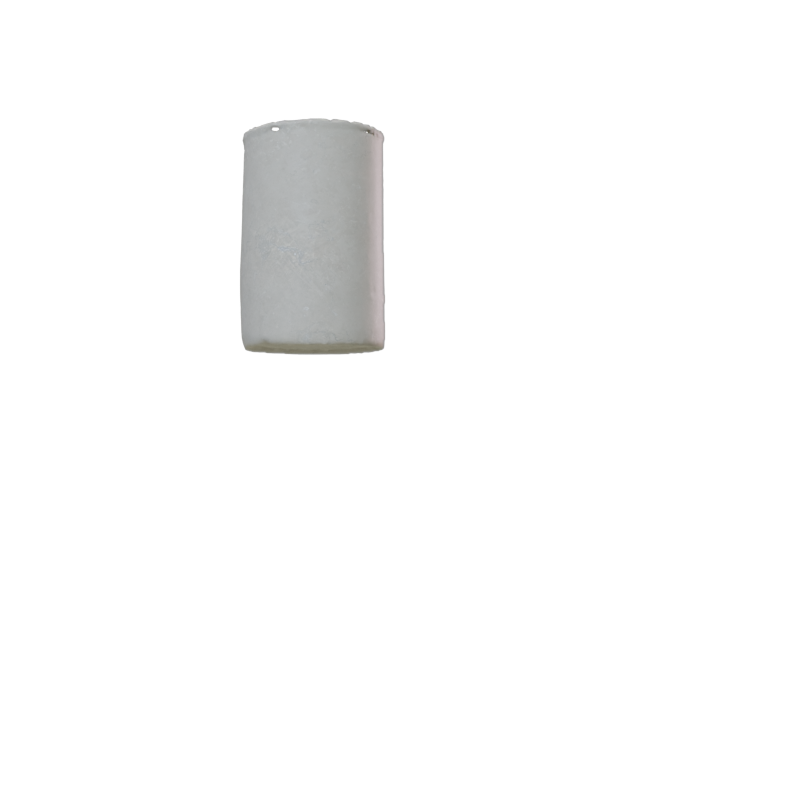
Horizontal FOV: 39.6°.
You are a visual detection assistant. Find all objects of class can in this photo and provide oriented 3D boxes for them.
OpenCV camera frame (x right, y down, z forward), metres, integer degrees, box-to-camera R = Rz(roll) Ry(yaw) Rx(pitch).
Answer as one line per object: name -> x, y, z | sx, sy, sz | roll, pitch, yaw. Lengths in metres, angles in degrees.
can -> -0.041, -0.075, 0.523 | 0.068, 0.104, 0.067 | 0, -7, -2
